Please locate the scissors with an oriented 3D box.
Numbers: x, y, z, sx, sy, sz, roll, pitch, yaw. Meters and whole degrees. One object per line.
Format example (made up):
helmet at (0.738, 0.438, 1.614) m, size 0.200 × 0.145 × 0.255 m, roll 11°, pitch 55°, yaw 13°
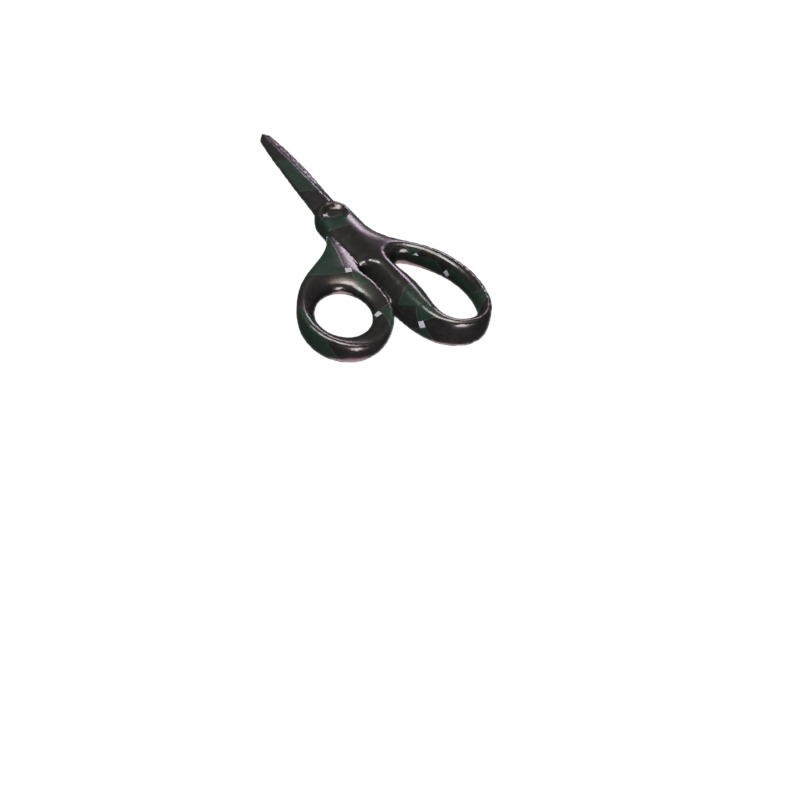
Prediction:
scissors at (-0.043, -0.078, 0.549) m, size 0.096 × 0.015 × 0.217 m, roll -28°, pitch 47°, yaw -30°
